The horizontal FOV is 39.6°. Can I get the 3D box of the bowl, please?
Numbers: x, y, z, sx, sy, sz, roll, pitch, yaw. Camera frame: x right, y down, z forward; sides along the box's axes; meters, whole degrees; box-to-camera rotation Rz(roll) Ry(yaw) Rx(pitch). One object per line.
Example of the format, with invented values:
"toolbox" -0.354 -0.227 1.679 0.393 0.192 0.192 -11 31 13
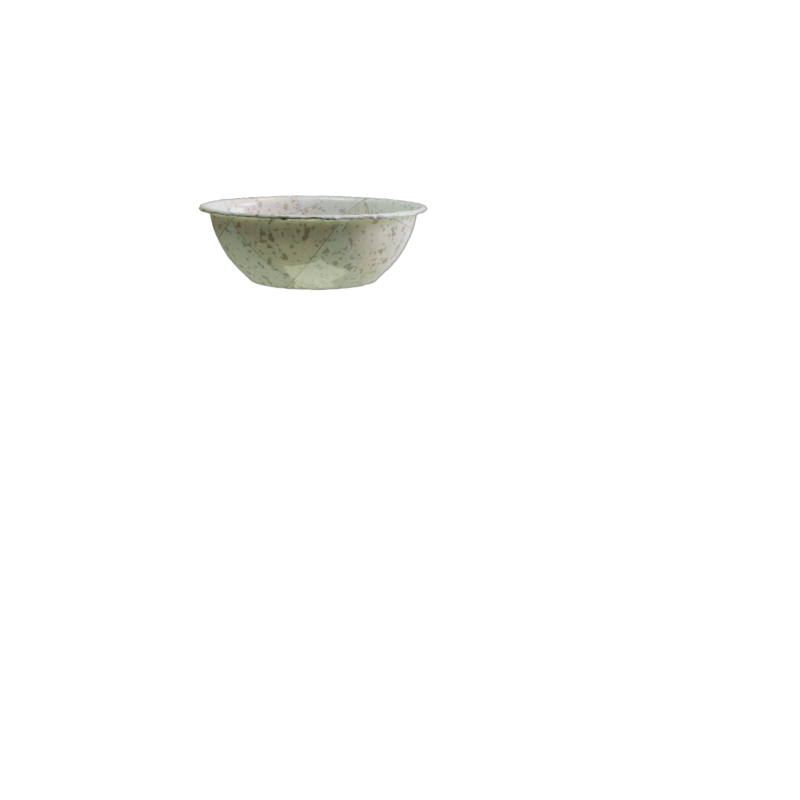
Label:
"bowl" -0.062 -0.113 0.790 0.162 0.054 0.167 0 15 -2
